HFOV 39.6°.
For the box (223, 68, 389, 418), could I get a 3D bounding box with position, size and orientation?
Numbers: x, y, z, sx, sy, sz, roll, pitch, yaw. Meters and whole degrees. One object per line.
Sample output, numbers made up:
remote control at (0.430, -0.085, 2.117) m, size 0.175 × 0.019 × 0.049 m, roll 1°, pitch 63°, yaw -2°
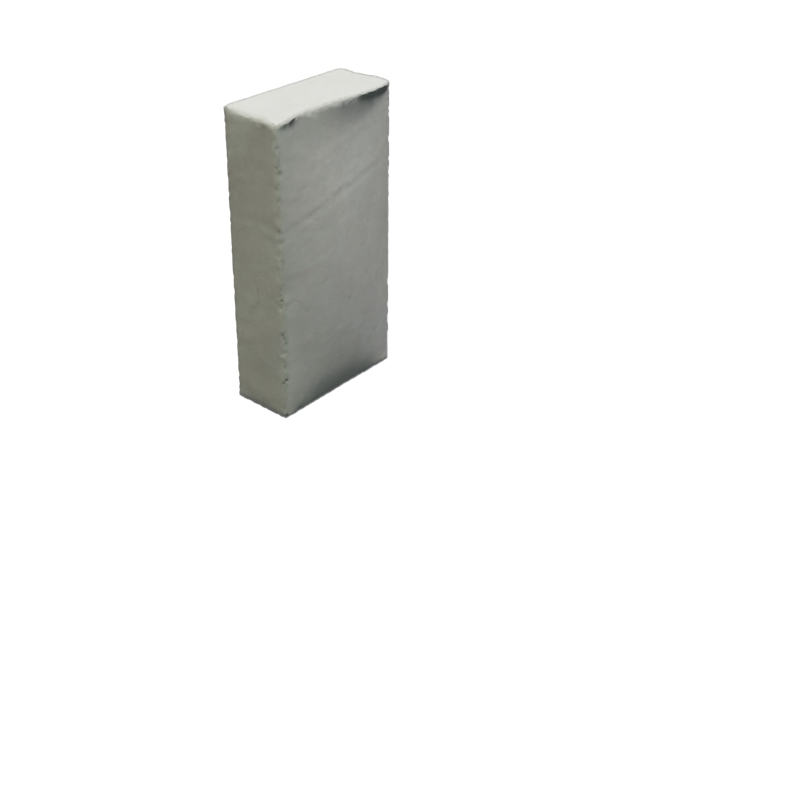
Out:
box at (-0.049, -0.089, 0.622) m, size 0.051 × 0.166 × 0.093 m, roll 23°, pitch 36°, yaw 33°
